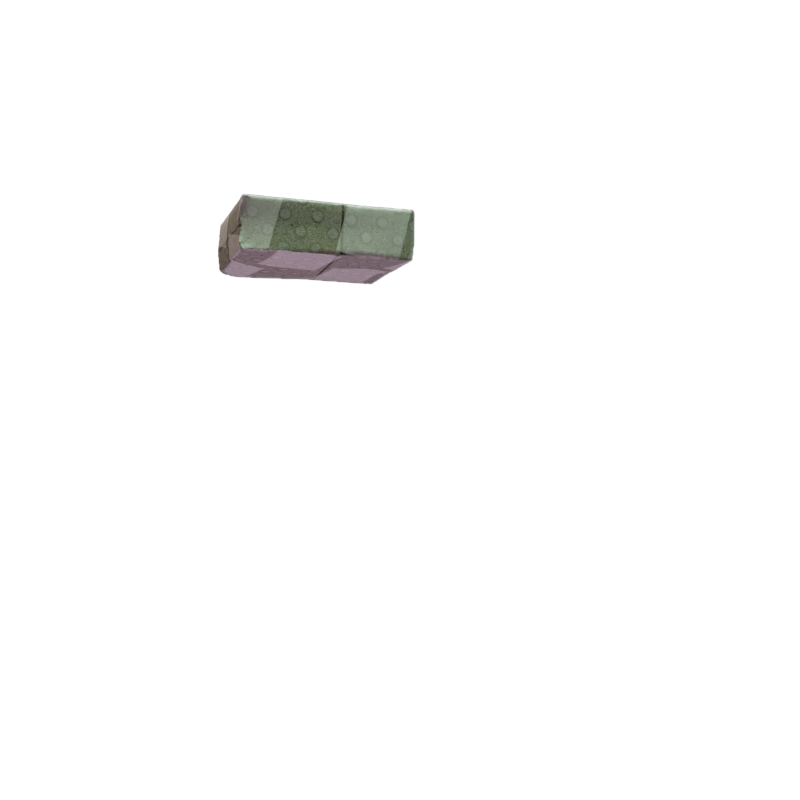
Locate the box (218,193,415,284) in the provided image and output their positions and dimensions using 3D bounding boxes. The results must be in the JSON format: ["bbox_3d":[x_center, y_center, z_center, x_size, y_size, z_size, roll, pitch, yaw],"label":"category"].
[{"bbox_3d":[-0.056,-0.103,0.721,0.111,0.040,0.090,1,-6,-15],"label":"box"}]
